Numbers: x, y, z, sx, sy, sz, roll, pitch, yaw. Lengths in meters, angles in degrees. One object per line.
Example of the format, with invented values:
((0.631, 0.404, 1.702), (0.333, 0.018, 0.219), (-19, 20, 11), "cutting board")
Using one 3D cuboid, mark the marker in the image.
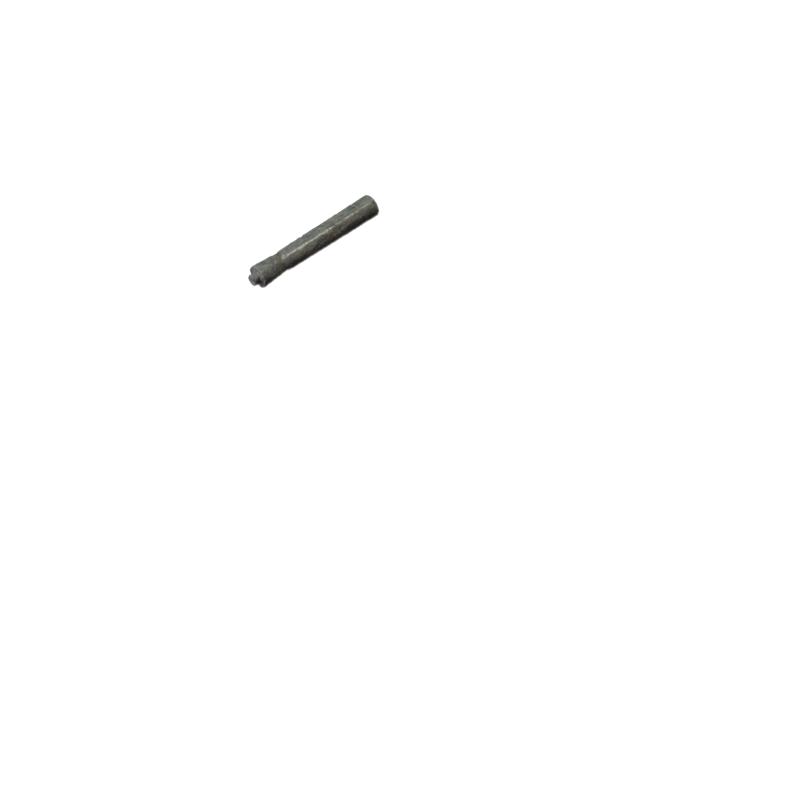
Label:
((-0.067, -0.122, 0.854), (0.122, 0.019, 0.020), (-36, 21, -25), "marker")
